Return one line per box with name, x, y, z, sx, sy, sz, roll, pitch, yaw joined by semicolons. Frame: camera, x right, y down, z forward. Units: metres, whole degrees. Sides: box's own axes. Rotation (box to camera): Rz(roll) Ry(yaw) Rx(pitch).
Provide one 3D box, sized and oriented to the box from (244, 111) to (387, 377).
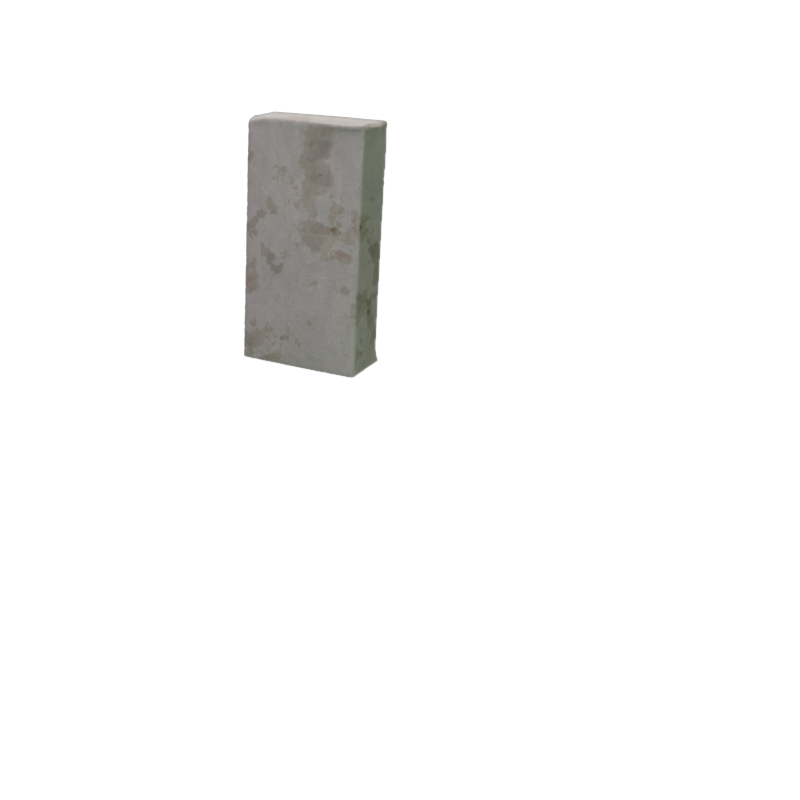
box;-0.062;-0.112;0.782;0.097;0.170;0.048;9;17;26
